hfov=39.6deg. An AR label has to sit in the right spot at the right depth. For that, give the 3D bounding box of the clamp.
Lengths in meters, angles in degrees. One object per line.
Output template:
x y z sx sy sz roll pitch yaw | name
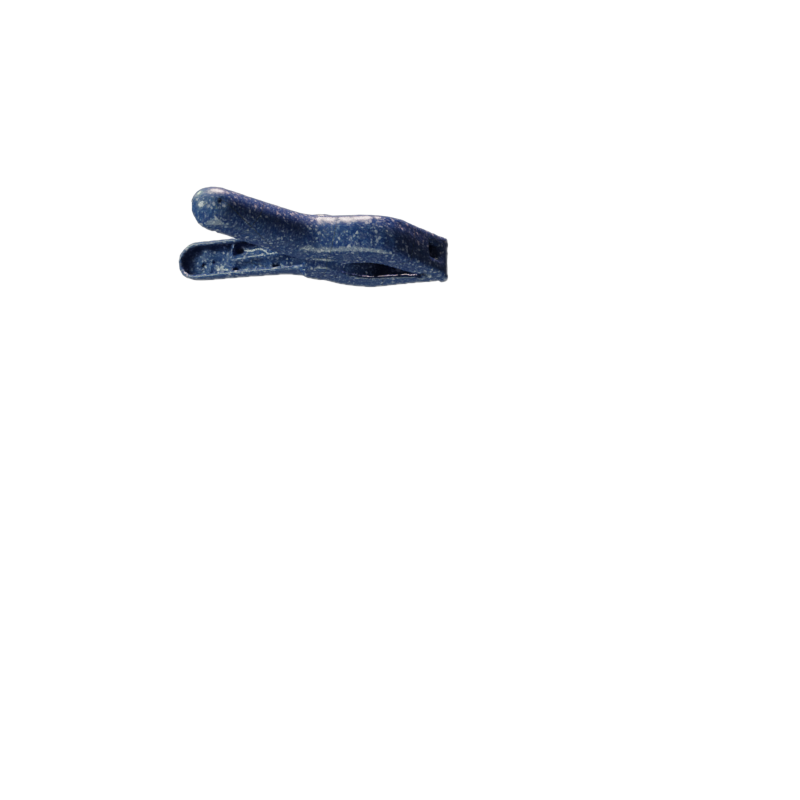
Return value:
-0.053 -0.096 0.671 0.171 0.040 0.118 0 -6 -3 | clamp
